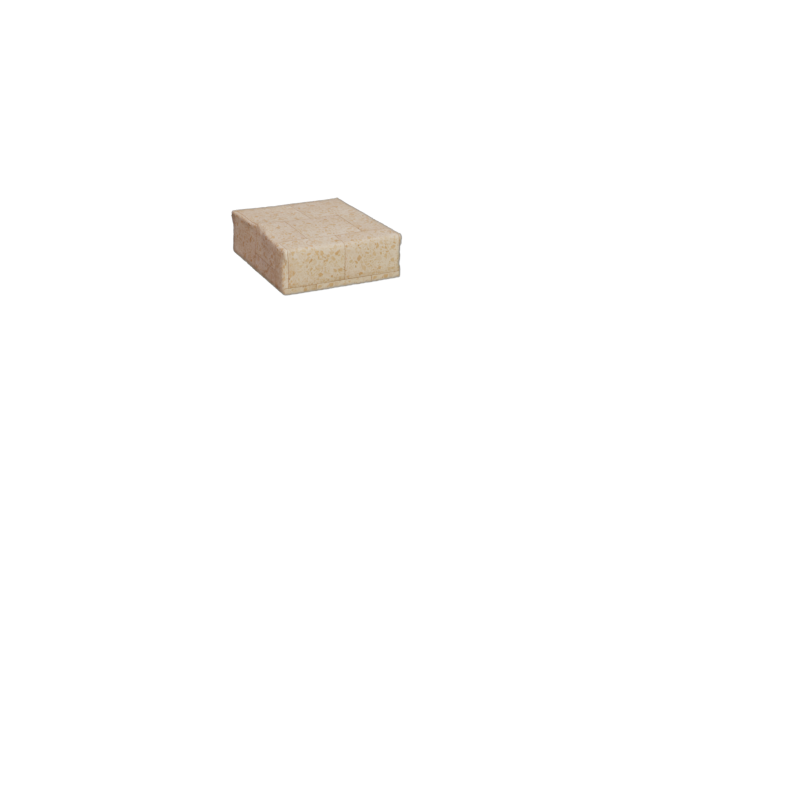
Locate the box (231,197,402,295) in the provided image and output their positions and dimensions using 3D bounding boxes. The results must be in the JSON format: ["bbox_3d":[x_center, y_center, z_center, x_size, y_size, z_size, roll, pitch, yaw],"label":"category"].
[{"bbox_3d":[-0.051,-0.094,0.655,0.072,0.029,0.095,-11,27,-23],"label":"box"}]
